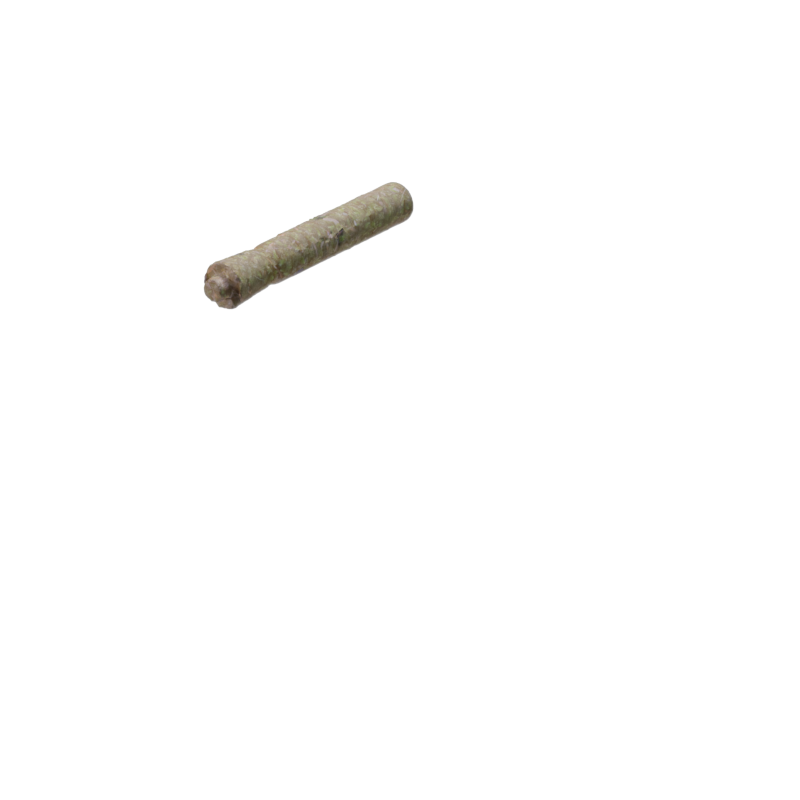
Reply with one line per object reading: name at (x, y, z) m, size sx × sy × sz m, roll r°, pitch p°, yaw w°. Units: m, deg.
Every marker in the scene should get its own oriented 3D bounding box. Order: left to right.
marker at (-0.035, -0.064, 0.450) m, size 0.021 × 0.019 × 0.121 m, roll 3°, pitch 25°, yaw 37°
